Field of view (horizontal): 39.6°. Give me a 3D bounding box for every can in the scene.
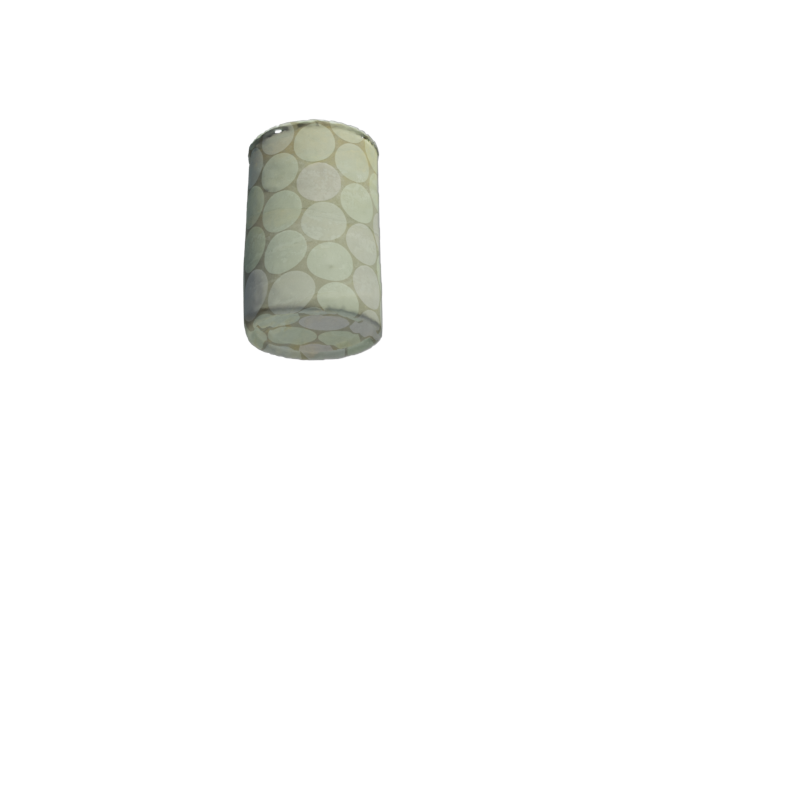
[{"bbox_3d":[-0.043,-0.079,0.552,0.068,0.108,0.065,0,-24,-2],"label":"can"}]
